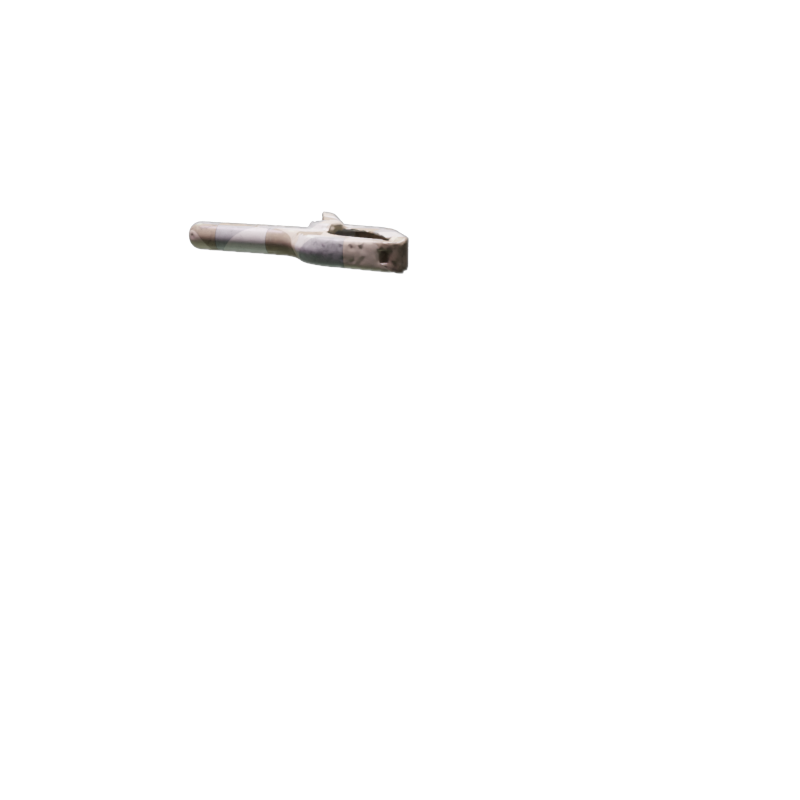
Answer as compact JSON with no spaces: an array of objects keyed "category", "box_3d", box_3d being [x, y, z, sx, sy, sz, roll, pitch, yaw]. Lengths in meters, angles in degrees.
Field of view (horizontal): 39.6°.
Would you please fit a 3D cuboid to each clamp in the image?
[{"category":"clamp","box_3d":[-0.076,-0.138,0.966,0.160,0.035,0.222,-10,19,-32]}]
